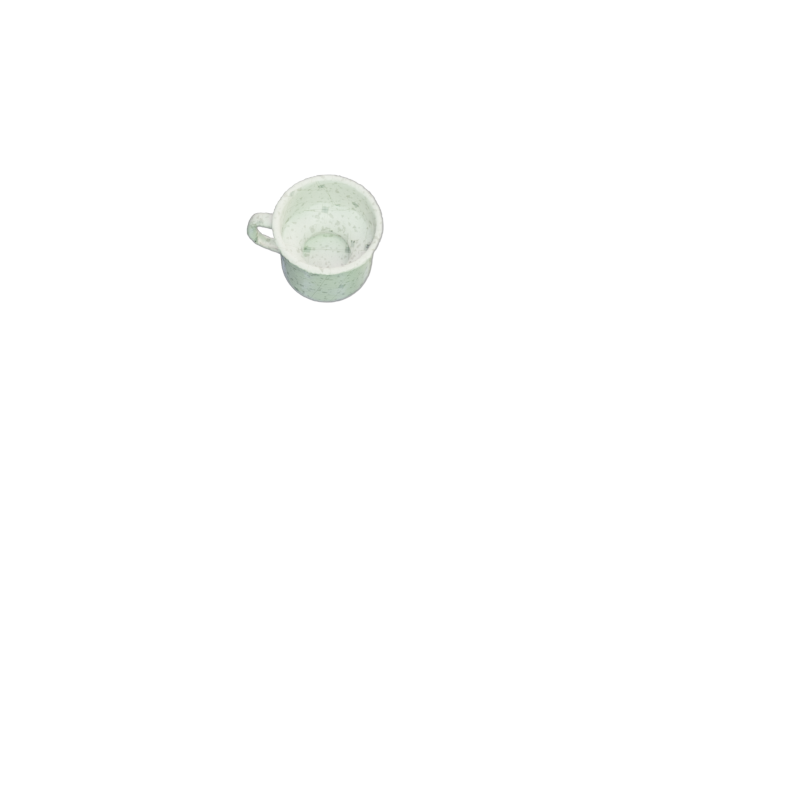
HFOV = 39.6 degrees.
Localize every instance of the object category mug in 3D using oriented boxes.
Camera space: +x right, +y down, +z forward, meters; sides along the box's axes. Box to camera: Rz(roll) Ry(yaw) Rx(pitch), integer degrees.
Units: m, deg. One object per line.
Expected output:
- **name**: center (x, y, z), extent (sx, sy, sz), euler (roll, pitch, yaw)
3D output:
- **mug**: center (-0.075, -0.137, 0.957), extent (0.118, 0.098, 0.077), euler (8, -22, 2)
